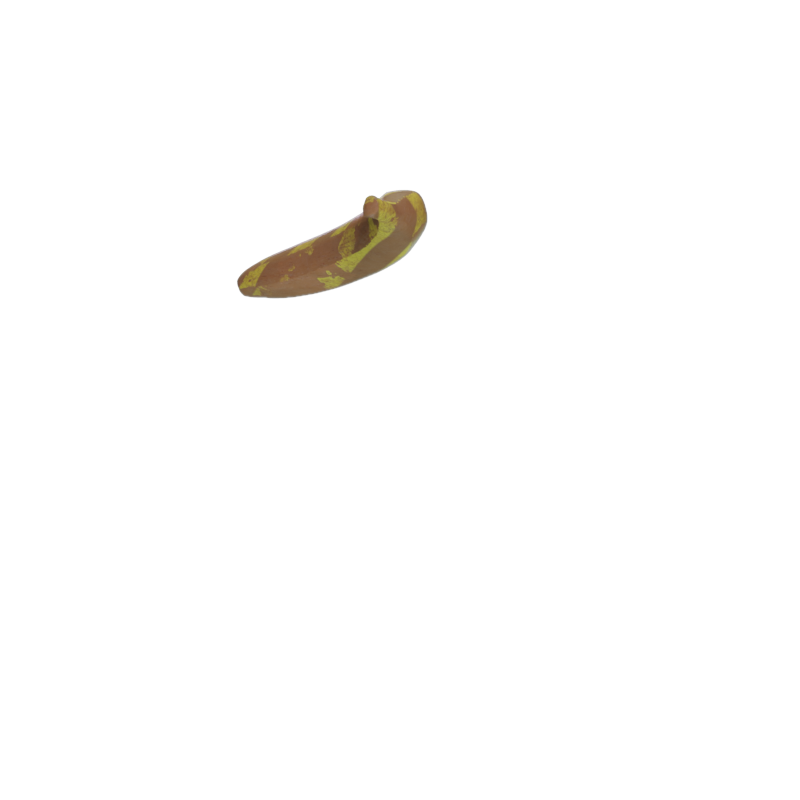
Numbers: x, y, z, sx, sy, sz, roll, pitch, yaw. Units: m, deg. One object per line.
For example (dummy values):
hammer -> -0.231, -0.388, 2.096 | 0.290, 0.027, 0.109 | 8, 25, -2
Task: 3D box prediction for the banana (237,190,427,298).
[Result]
banana -> -0.037, -0.099, 0.704 | 0.067, 0.038, 0.198 | 7, -14, -29
